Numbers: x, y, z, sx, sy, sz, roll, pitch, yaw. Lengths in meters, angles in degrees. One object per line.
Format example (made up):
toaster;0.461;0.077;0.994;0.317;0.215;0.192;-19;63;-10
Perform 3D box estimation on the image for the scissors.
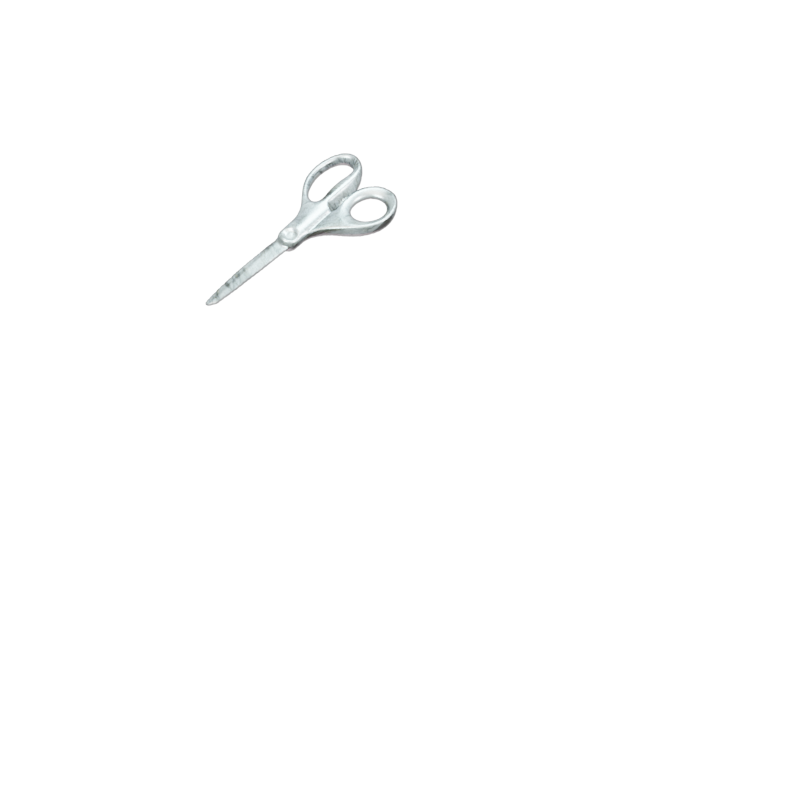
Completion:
scissors;-0.075;-0.137;0.959;0.099;0.209;0.015;22;-31;14
